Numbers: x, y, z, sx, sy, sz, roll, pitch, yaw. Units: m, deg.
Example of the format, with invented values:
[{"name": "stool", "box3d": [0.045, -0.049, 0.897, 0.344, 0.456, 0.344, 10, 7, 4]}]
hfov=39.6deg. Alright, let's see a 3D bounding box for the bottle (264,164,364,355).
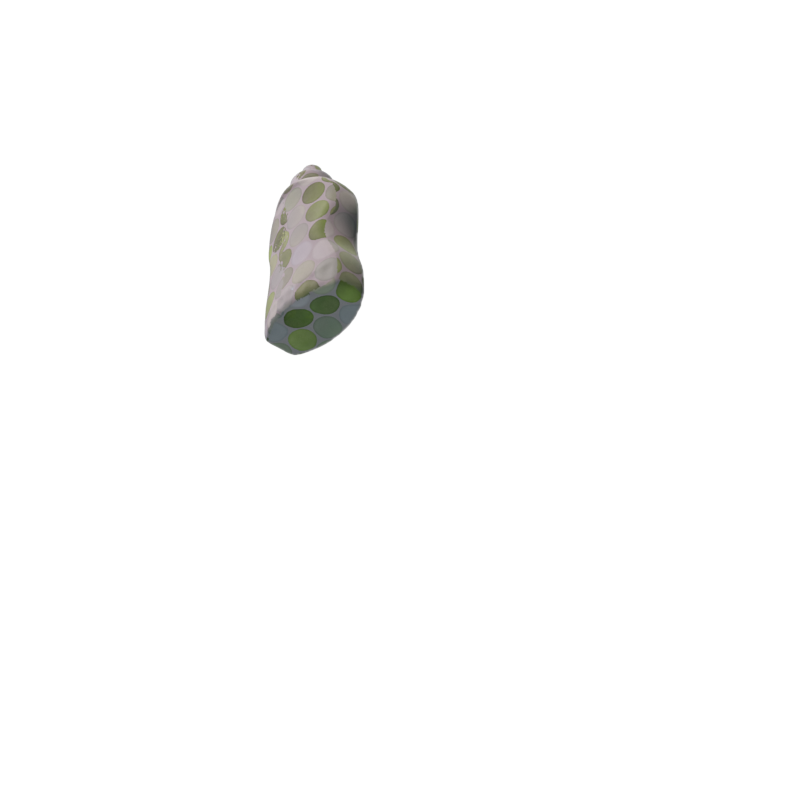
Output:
[{"name": "bottle", "box3d": [-0.076, -0.137, 0.960, 0.055, 0.206, 0.094, 28, -51, -29]}]
